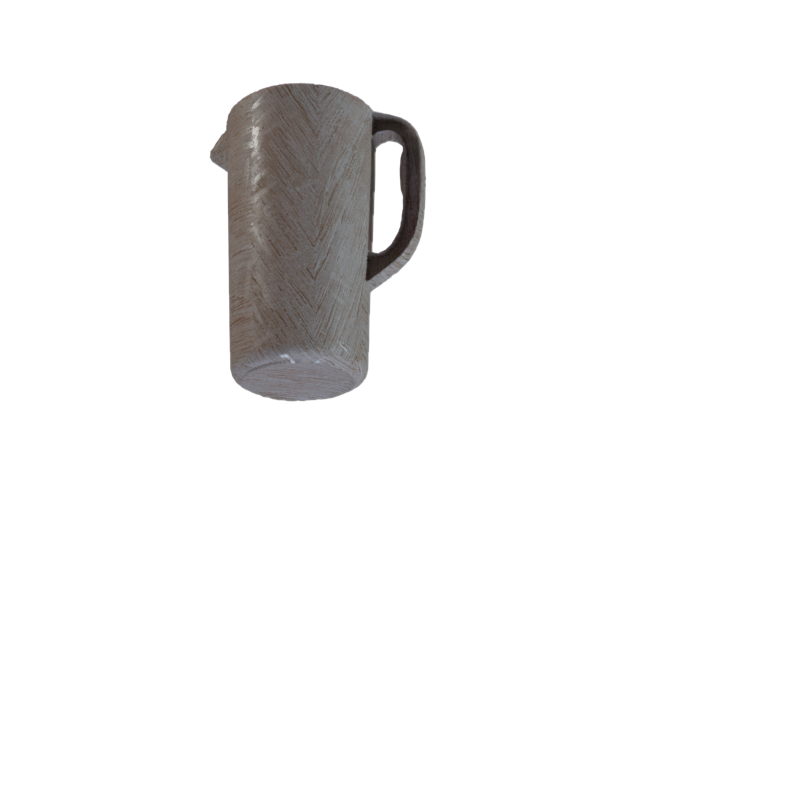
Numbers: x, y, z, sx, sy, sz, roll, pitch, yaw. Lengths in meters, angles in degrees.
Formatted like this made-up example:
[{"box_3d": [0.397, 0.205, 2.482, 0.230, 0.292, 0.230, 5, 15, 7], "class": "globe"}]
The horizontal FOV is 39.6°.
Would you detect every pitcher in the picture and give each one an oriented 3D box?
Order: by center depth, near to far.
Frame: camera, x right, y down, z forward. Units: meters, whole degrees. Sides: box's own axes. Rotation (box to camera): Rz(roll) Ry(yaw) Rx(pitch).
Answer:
[{"box_3d": [-0.071, -0.130, 0.910, 0.138, 0.257, 0.148, 14, -28, -30], "class": "pitcher"}]
